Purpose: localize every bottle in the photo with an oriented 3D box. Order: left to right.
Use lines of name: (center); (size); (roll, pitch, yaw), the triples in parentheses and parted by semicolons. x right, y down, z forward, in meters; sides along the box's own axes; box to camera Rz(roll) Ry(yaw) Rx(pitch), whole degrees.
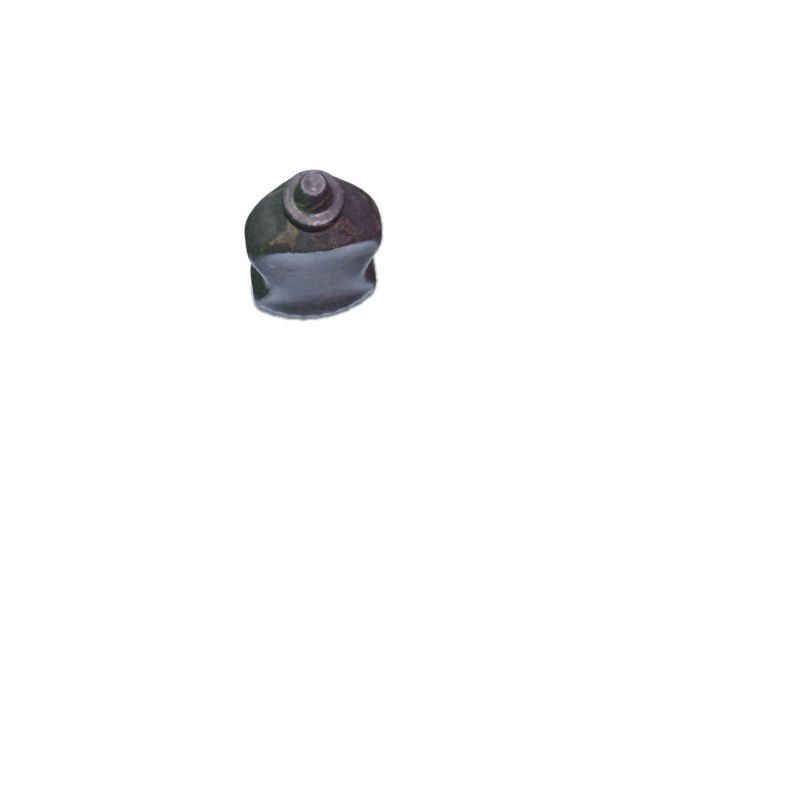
bottle: (-0.062, -0.113, 0.786); (0.096, 0.061, 0.184); (-6, -15, -5)
